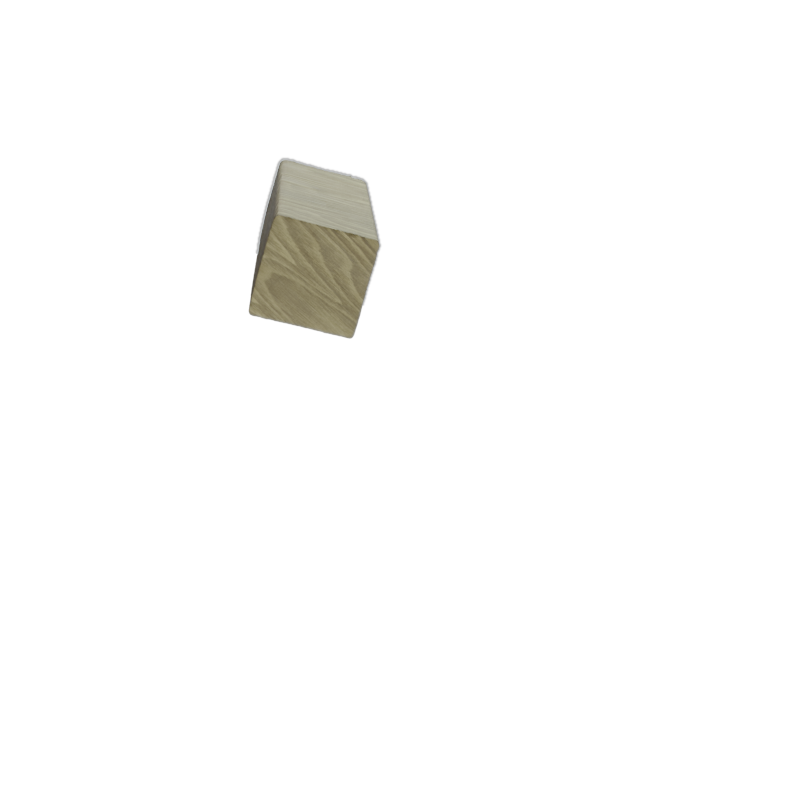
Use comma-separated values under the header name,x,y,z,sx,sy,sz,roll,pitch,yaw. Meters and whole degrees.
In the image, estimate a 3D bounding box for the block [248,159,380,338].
name,x,y,z,sx,sy,sz,roll,pitch,yaw
block,-0.078,-0.142,0.990,0.089,0.087,0.216,13,21,-9
